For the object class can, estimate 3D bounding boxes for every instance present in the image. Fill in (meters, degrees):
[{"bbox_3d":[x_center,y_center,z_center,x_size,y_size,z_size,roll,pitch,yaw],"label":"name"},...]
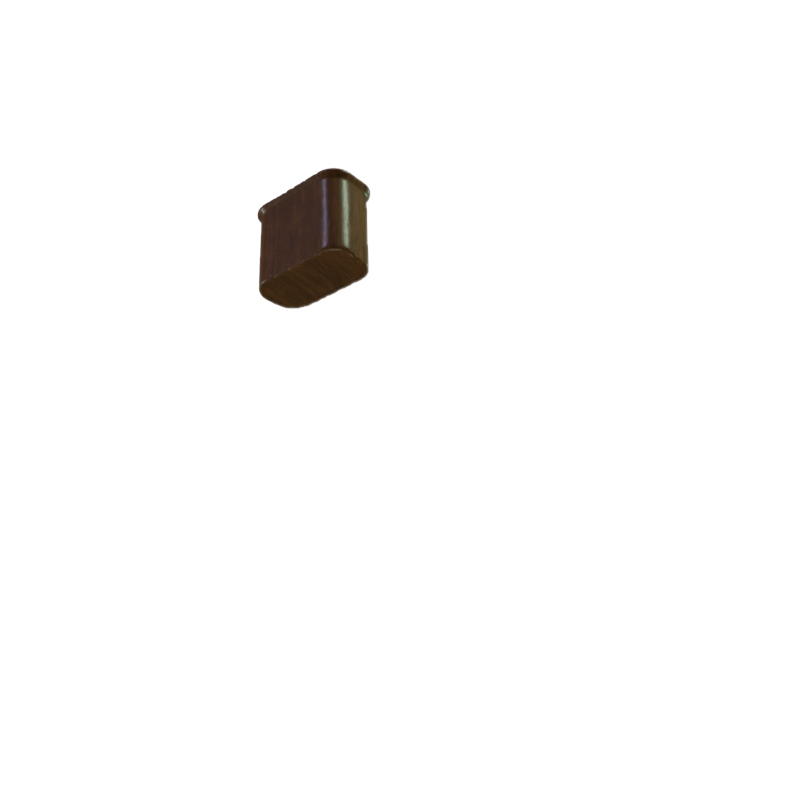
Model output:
[{"bbox_3d":[-0.074,-0.134,0.939,0.102,0.090,0.054,-25,-40,32],"label":"can"}]
